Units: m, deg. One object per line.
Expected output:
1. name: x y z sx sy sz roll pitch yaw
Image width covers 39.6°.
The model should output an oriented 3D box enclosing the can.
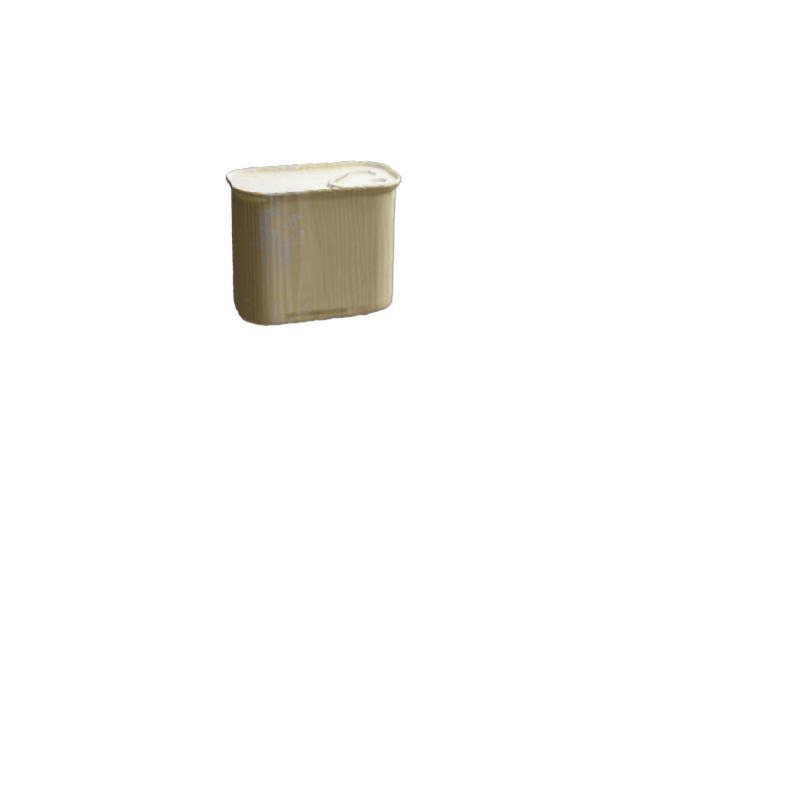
1. can: -0.052 -0.096 0.670 0.100 0.080 0.061 -6 23 -16
